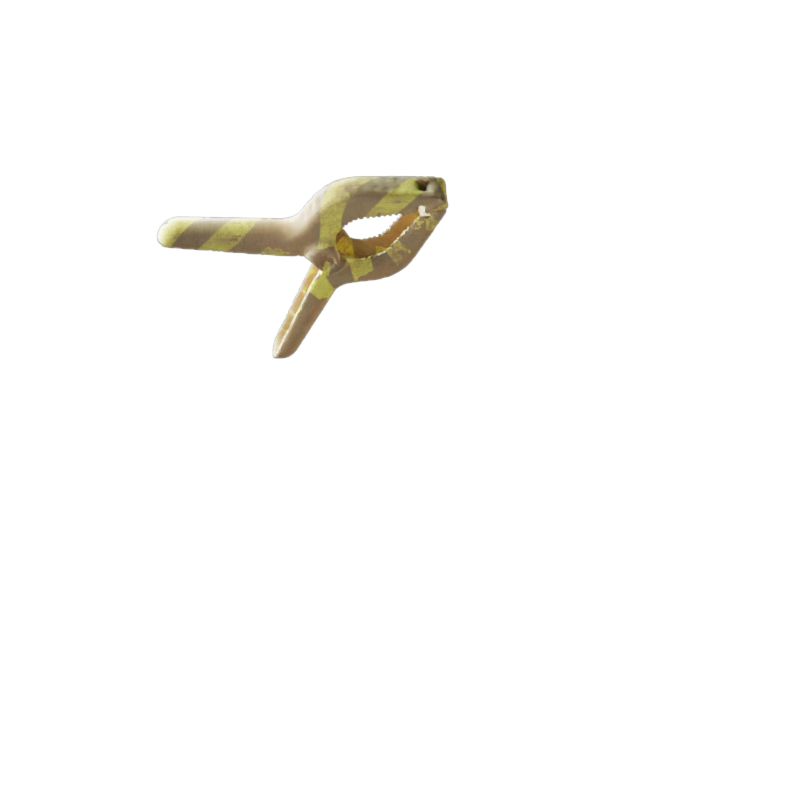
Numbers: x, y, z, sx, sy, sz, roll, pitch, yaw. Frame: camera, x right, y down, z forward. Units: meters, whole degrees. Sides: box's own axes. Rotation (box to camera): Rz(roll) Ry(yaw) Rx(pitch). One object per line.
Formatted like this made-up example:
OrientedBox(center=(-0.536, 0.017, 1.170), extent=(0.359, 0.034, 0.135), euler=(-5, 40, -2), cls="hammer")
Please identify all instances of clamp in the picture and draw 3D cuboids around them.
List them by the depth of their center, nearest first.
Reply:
OrientedBox(center=(-0.065, -0.118, 0.826), extent=(0.210, 0.039, 0.153), euler=(-28, -49, 27), cls="clamp")
